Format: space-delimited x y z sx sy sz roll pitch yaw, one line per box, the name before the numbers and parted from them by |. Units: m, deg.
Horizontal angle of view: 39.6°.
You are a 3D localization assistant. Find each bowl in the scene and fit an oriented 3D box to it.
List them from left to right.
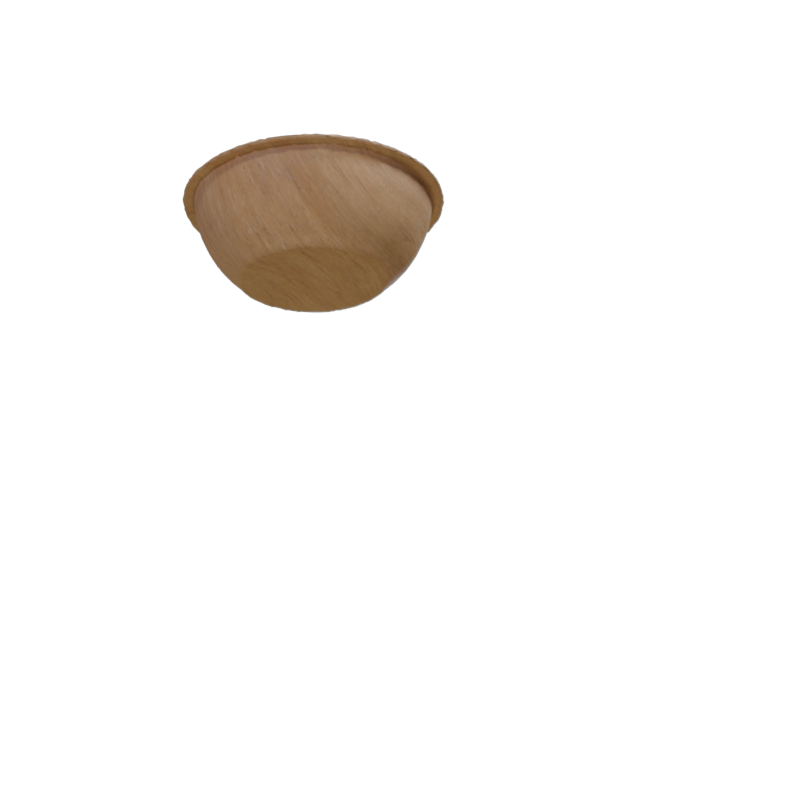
bowl | -0.053 -0.097 0.678 0.162 0.058 0.153 1 -23 -2
